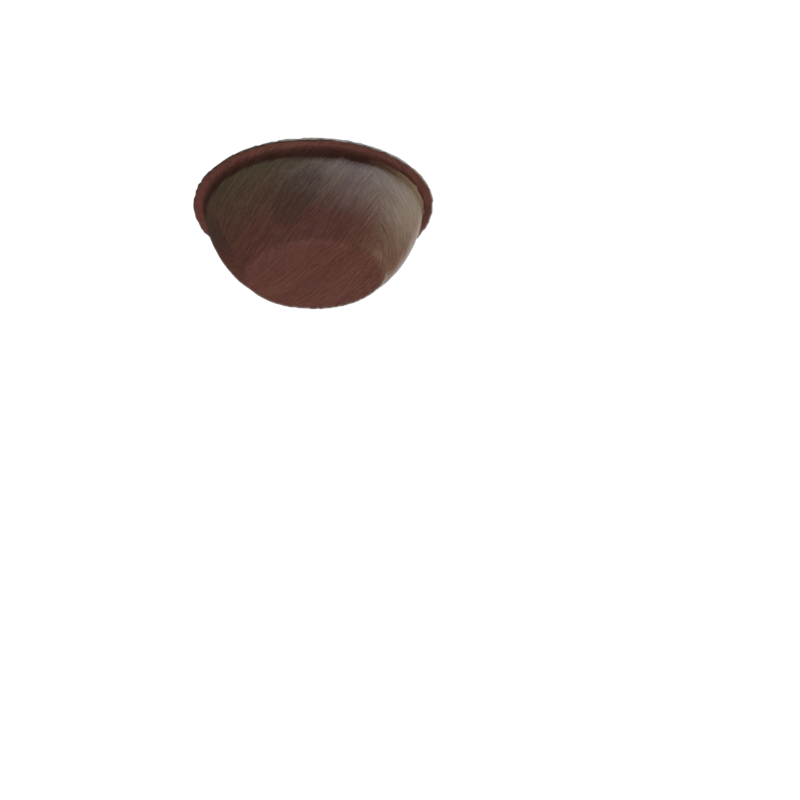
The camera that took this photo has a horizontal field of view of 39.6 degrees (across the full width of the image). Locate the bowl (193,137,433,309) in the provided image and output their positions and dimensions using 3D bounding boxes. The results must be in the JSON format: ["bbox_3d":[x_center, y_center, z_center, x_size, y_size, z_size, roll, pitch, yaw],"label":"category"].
[{"bbox_3d":[-0.058,-0.105,0.736,0.162,0.058,0.153,1,-25,-2],"label":"bowl"}]
